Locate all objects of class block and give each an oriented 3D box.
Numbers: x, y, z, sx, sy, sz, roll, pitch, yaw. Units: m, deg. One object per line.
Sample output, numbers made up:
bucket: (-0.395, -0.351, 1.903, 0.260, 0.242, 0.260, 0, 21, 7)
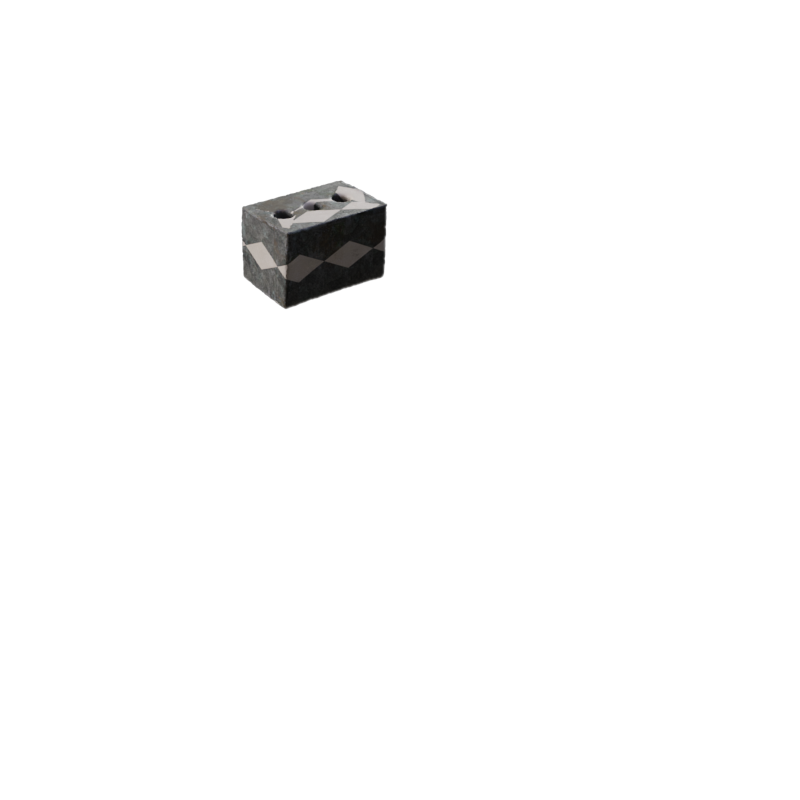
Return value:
block: (-0.055, -0.100, 0.698, 0.077, 0.048, 0.057, -21, 37, -32)
